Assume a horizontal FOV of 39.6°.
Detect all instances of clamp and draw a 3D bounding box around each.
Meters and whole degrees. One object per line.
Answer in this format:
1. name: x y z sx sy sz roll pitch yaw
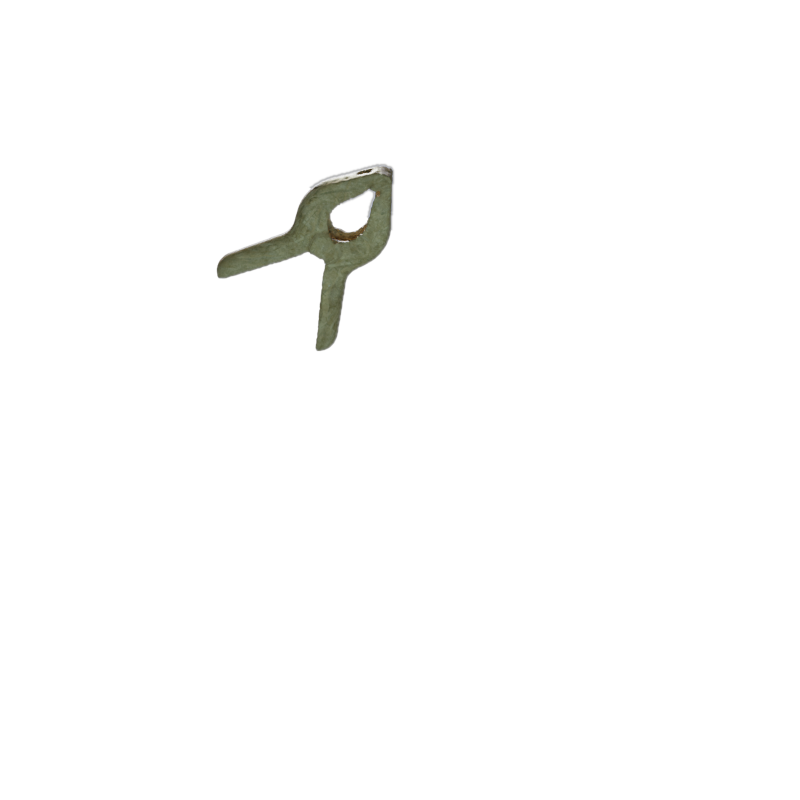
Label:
1. clamp: -0.073 -0.132 0.926 0.117 0.167 0.041 28 20 -12
